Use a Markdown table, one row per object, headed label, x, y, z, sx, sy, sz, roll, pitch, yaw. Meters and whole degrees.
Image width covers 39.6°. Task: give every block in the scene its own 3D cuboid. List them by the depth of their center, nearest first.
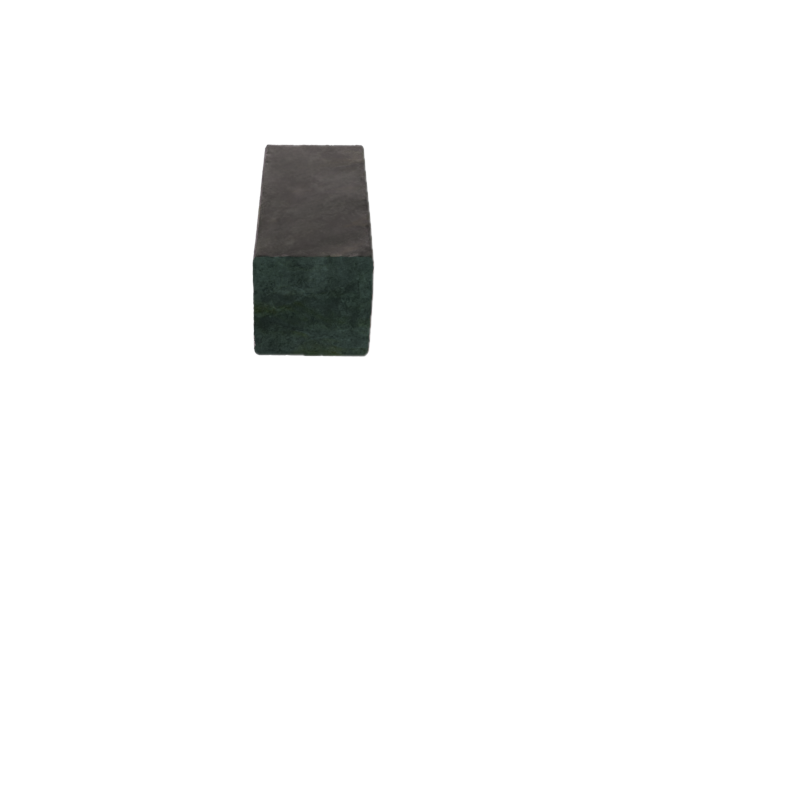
| label | x | y | z | sx | sy | sz | roll | pitch | yaw |
| --- | --- | --- | --- | --- | --- | --- | --- | --- | --- |
| block | -0.072 | -0.131 | 0.918 | 0.090 | 0.085 | 0.220 | 0 | 34 | -4 |
